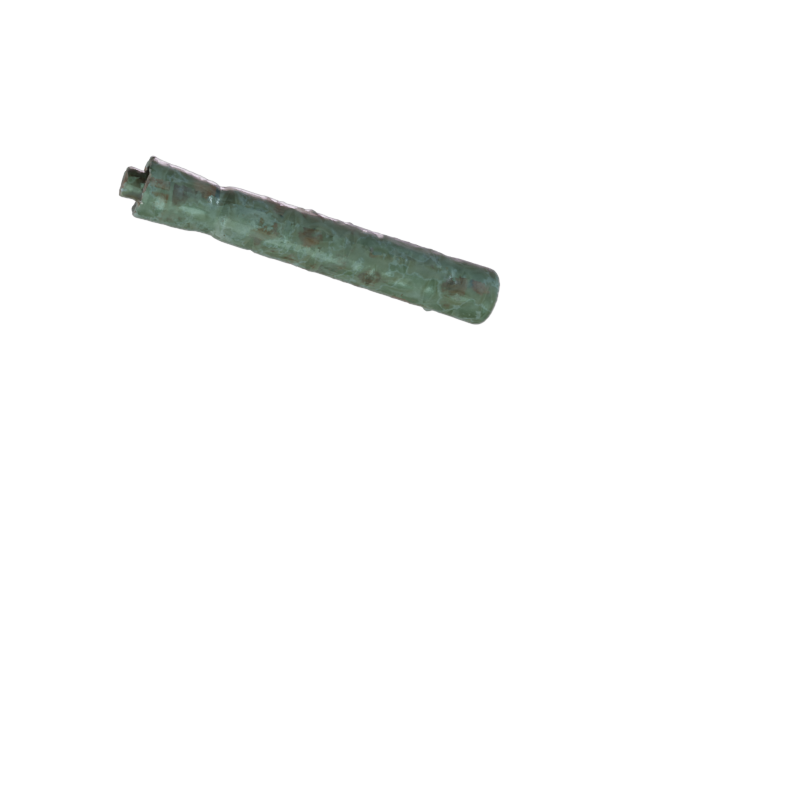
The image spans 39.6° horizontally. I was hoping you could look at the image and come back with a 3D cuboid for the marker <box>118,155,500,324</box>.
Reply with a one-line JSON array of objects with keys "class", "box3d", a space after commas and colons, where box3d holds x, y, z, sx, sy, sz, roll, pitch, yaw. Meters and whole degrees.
[{"class": "marker", "box3d": [-0.027, -0.048, 0.339, 0.117, 0.020, 0.020, 16, -1, -17]}]
